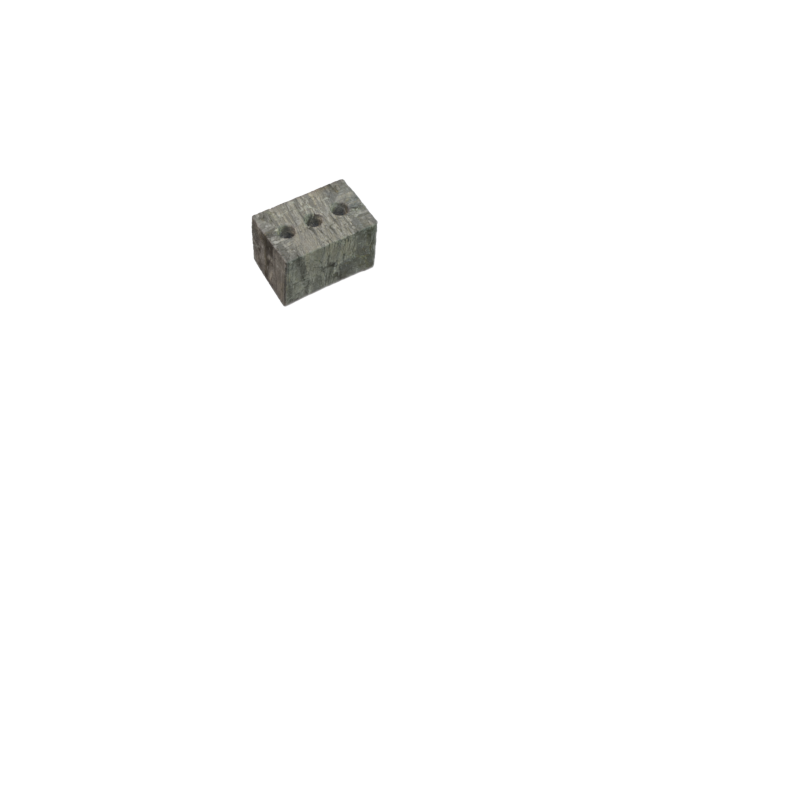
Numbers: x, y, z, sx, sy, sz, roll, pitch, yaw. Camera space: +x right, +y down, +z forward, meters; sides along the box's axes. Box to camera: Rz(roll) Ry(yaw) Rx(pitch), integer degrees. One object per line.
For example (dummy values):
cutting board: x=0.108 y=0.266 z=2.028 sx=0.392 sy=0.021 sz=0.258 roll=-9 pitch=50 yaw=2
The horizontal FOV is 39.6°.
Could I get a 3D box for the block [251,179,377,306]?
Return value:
block: x=-0.063 y=-0.116 z=0.809 sx=0.078 sy=0.057 sz=0.048 roll=-26 pitch=-31 yaw=-19
